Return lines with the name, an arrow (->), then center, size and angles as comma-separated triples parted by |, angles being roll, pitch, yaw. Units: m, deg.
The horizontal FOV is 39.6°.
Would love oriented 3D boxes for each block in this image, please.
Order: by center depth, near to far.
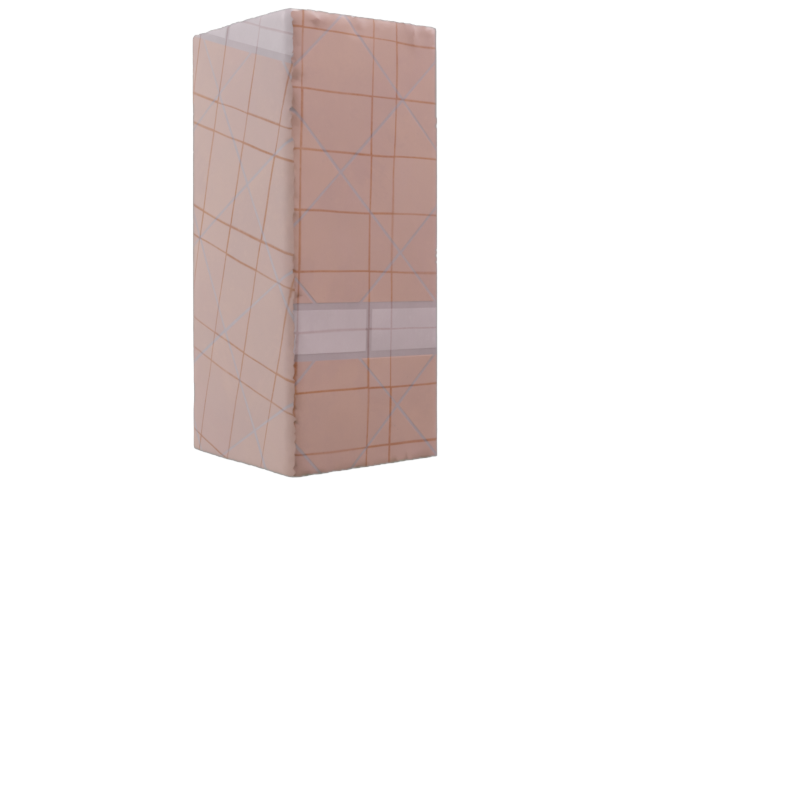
block -> -0.042, -0.077, 0.542 | 0.087, 0.206, 0.094 | -1, 2, -38
